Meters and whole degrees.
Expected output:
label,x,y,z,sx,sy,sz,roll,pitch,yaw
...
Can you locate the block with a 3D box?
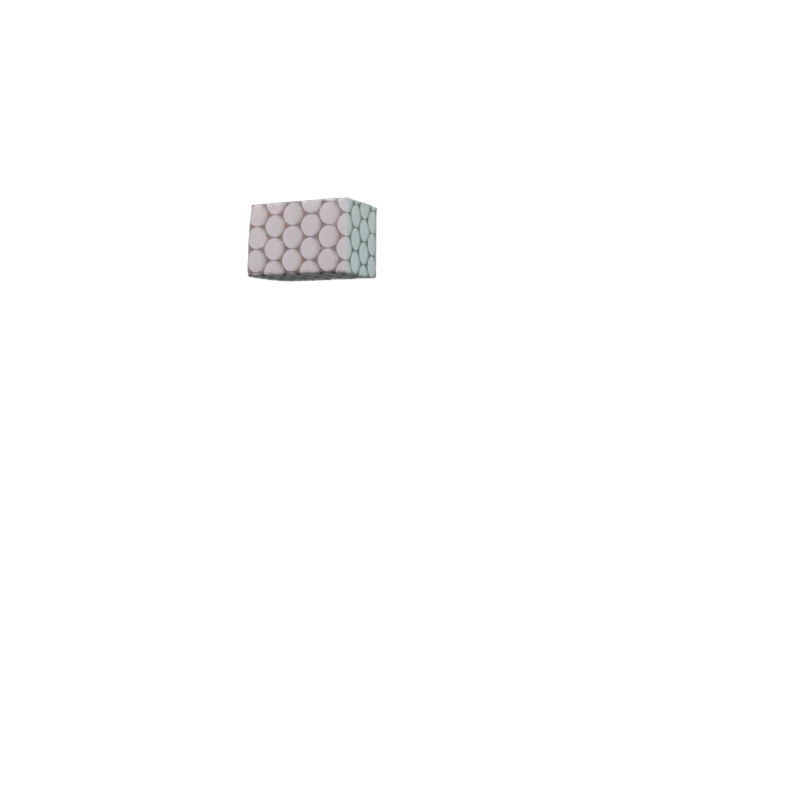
label,x,y,z,sx,sy,sz,roll,pitch,yaw
block,-0.061,-0.111,0.780,0.080,0.052,0.051,-1,-3,25
